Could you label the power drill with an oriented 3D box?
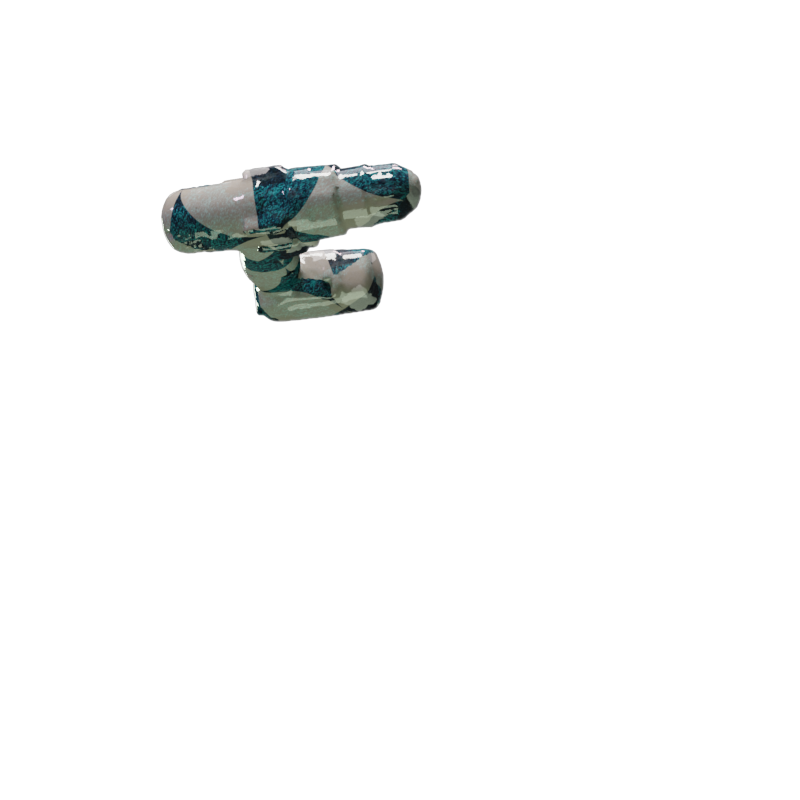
[{"bbox_3d":[-0.065,-0.119,0.834,0.187,0.060,0.176,-4,-18,11],"label":"power drill"}]
